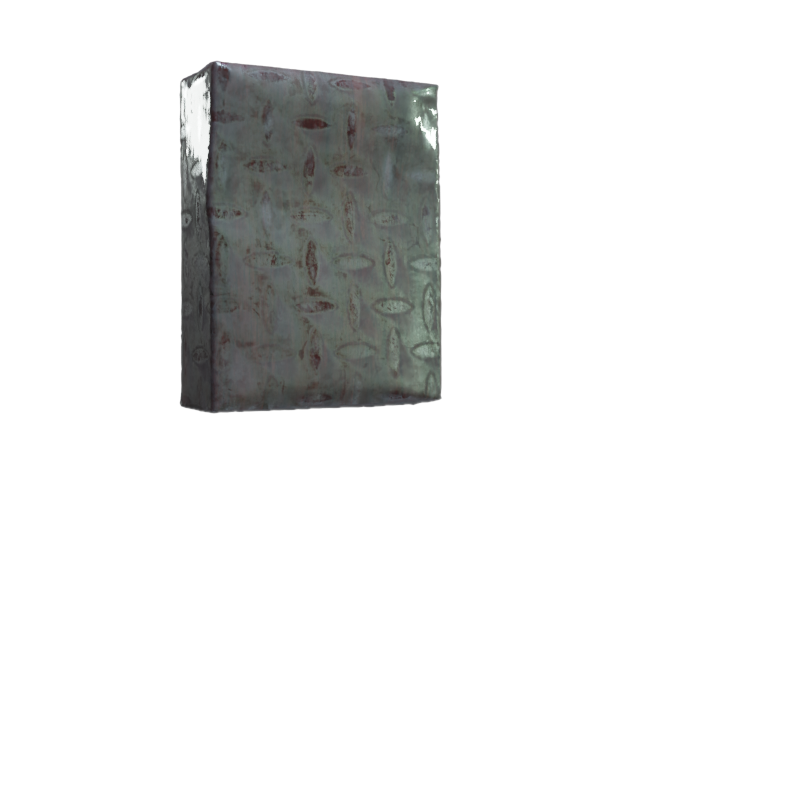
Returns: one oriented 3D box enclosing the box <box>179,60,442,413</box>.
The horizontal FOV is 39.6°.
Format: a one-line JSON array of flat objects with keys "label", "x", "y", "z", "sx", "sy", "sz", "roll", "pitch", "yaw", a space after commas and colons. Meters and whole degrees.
[{"label": "box", "x": -0.056, "y": -0.103, "z": 0.718, "sx": 0.159, "sy": 0.216, "sz": 0.074, "roll": 0, "pitch": -3, "yaw": -27}]
